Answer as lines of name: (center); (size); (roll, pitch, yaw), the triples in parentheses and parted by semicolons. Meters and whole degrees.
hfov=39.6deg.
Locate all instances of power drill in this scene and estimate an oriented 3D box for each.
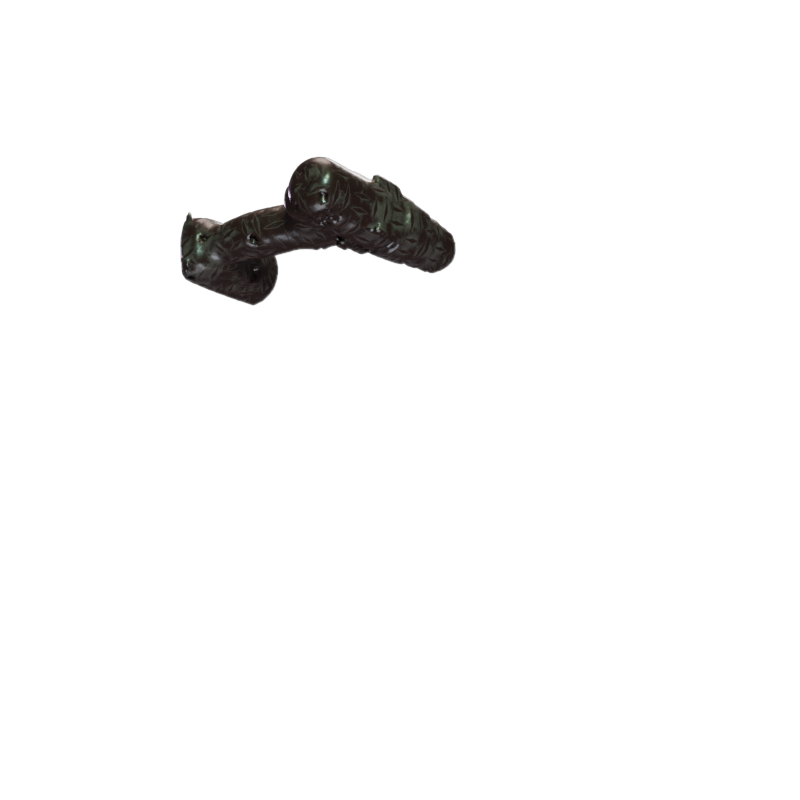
power drill: (-0.071, -0.129, 0.902); (0.190, 0.060, 0.172); (-14, -24, 35)
